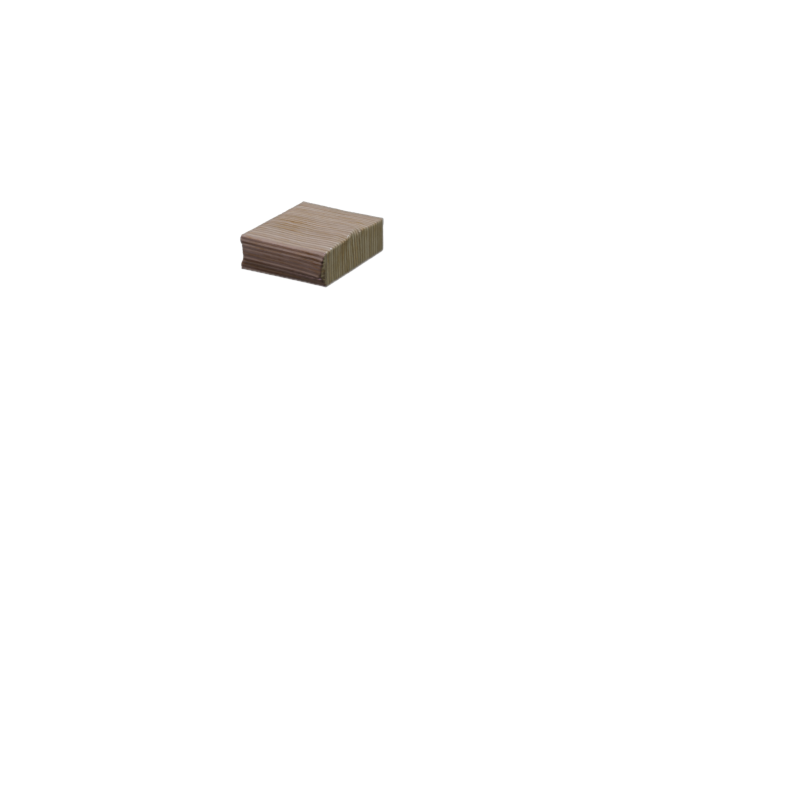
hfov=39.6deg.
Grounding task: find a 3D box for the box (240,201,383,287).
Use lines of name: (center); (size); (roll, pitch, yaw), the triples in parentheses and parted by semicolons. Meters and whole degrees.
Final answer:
box: (-0.064, -0.117, 0.821); (0.076, 0.029, 0.090); (15, 31, 26)
